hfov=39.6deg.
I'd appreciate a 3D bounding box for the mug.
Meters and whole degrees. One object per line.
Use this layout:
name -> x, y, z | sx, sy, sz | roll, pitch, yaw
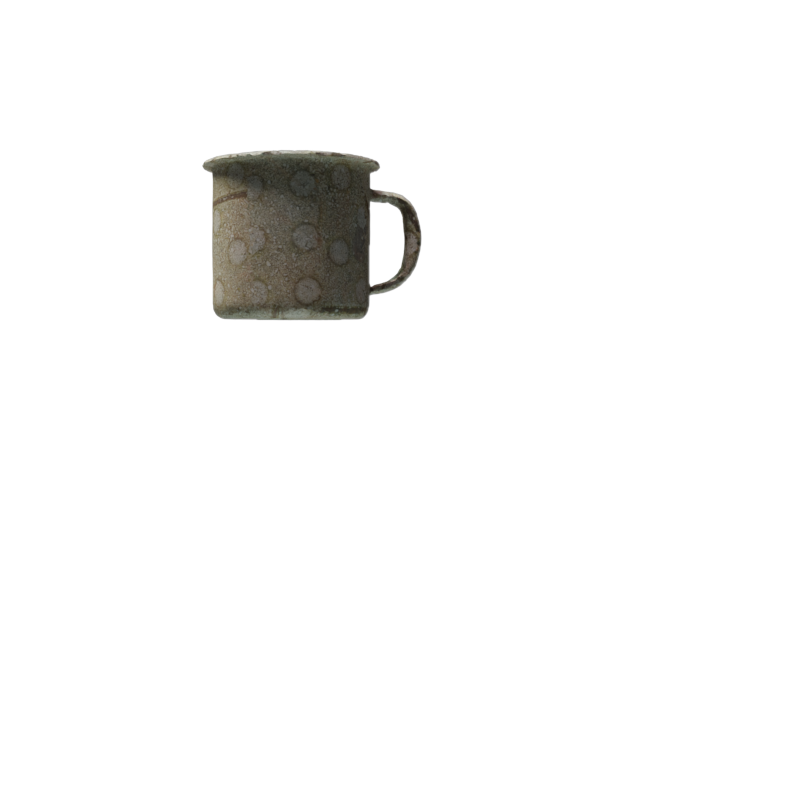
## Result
mug -> -0.045, -0.083, 0.581 | 0.114, 0.082, 0.095 | 0, 0, -18
